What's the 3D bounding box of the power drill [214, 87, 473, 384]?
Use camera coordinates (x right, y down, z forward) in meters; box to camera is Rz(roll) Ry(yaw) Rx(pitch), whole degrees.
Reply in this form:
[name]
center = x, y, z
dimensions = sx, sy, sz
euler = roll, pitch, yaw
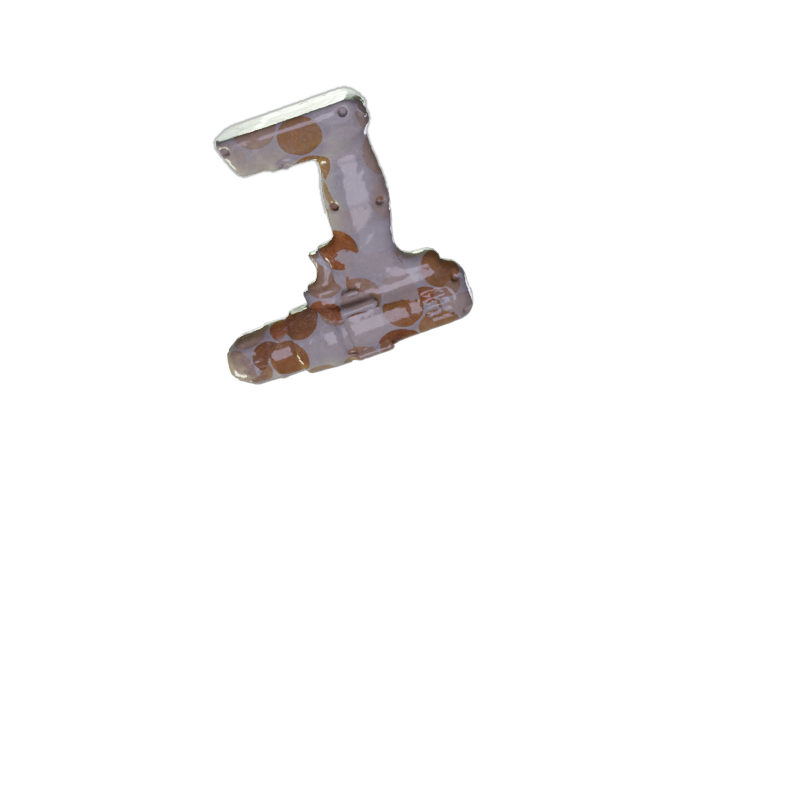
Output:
[power drill]
center = -0.061, -0.111, 0.779
dimensions = 0.185, 0.179, 0.060
euler = -19, 20, 7
